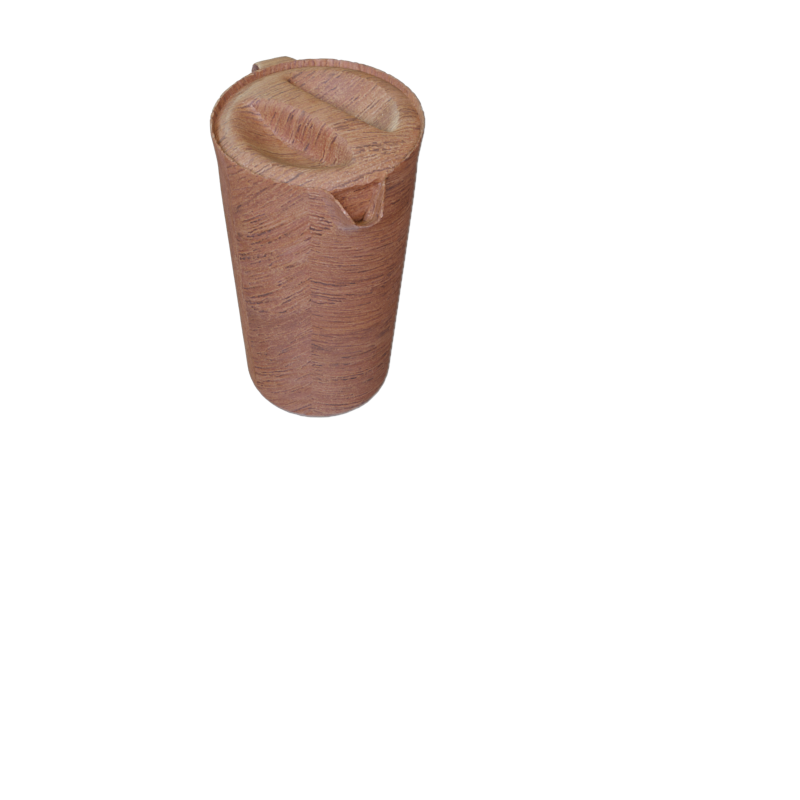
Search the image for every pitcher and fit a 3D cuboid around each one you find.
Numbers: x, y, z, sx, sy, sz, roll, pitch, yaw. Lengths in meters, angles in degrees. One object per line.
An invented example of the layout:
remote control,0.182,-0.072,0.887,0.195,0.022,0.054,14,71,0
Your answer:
pitcher,-0.060,-0.110,0.768,0.149,0.226,0.156,17,49,13
